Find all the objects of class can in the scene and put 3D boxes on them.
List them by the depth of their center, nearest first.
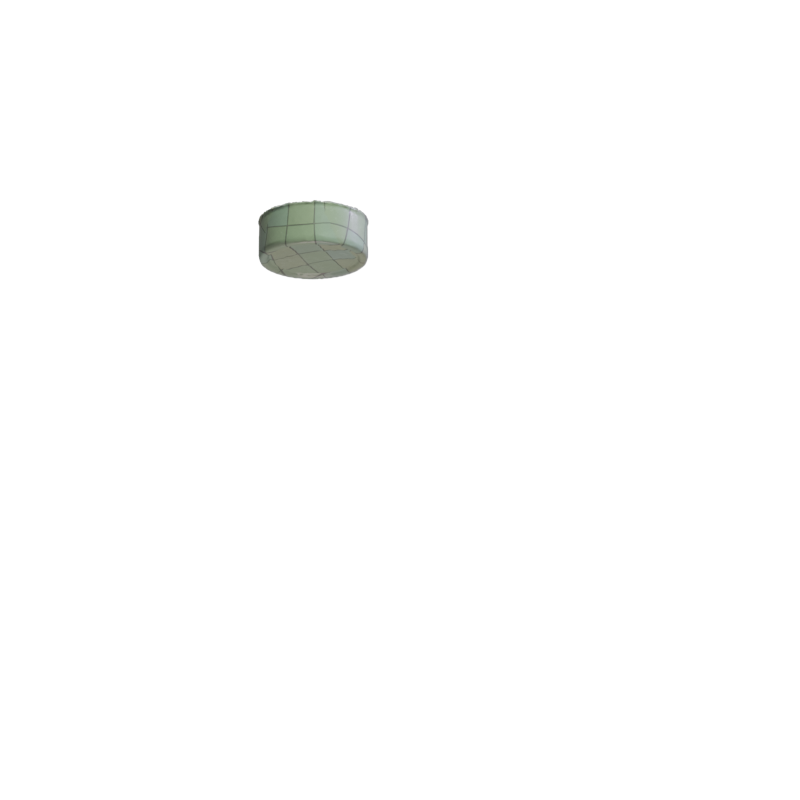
[{"bbox_3d":[-0.067,-0.122,0.857,0.086,0.035,0.082,0,-15,-2],"label":"can"}]
